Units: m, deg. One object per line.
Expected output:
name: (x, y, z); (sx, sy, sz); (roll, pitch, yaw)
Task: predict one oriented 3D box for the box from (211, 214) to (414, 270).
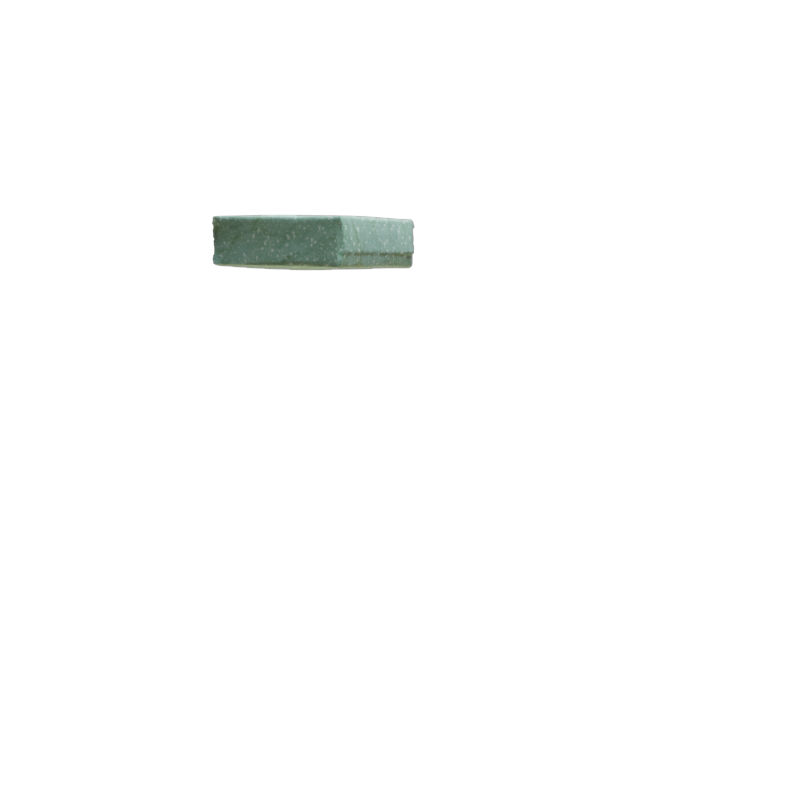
box: (-0.060, -0.110, 0.770); (0.118, 0.039, 0.087); (3, 6, 35)
